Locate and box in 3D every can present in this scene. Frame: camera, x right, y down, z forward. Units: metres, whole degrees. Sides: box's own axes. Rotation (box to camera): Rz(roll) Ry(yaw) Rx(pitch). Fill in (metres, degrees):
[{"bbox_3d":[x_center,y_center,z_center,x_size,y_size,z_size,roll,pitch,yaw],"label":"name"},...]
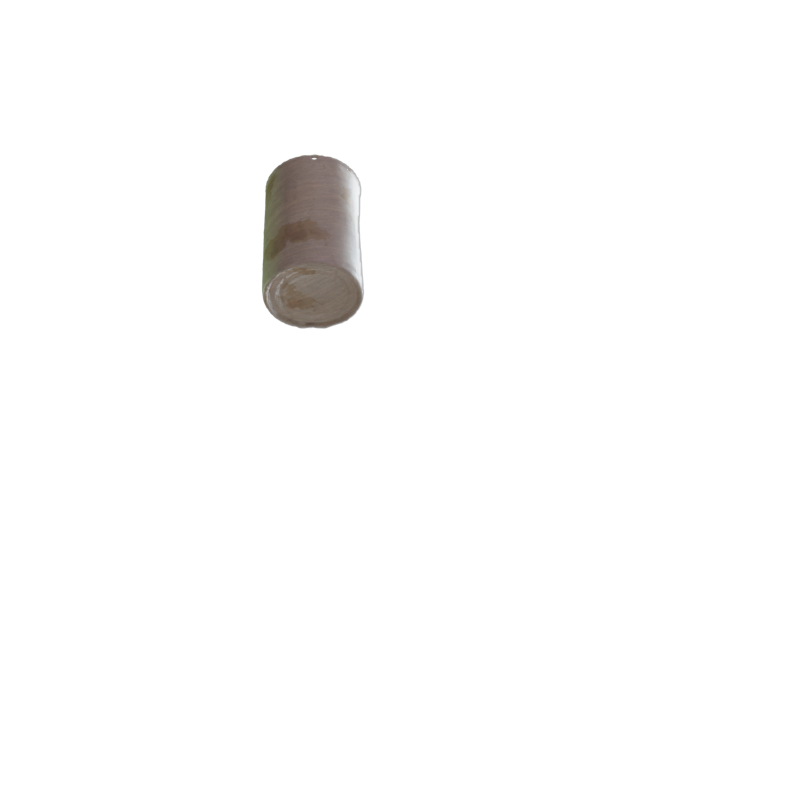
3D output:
[{"bbox_3d":[-0.059,-0.107,0.749,0.068,0.110,0.064,-1,-41,-3],"label":"can"}]
